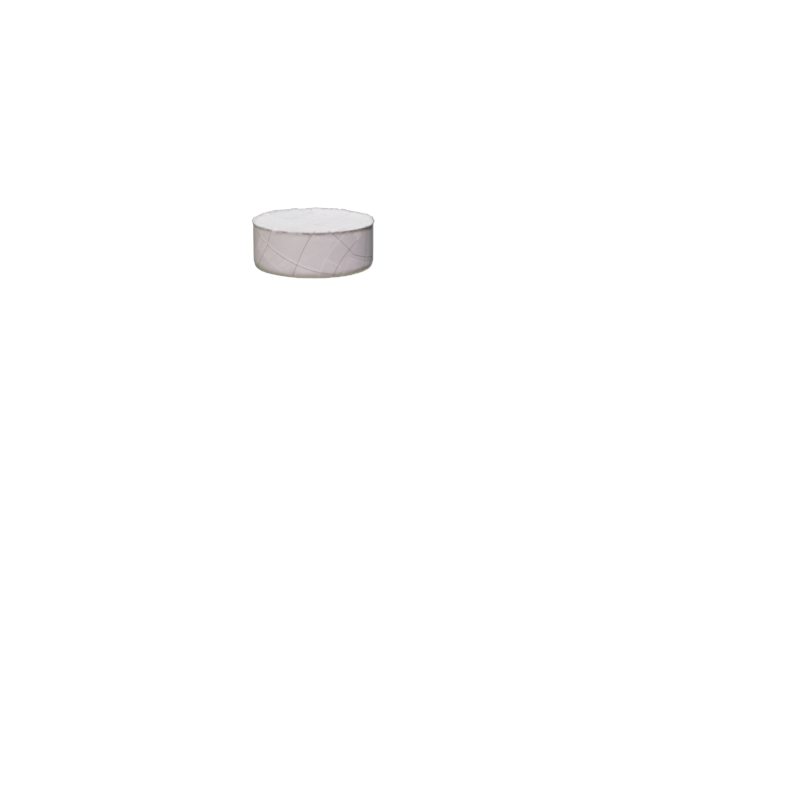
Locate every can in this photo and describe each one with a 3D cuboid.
[{"bbox_3d":[-0.061,-0.111,0.779,0.086,0.032,0.089,-1,19,-2],"label":"can"}]
